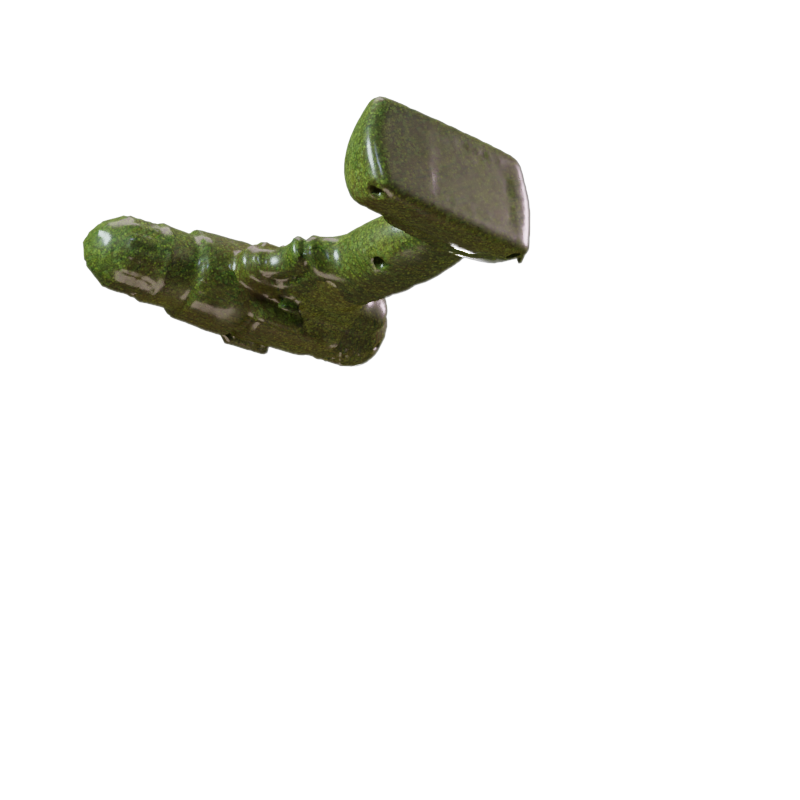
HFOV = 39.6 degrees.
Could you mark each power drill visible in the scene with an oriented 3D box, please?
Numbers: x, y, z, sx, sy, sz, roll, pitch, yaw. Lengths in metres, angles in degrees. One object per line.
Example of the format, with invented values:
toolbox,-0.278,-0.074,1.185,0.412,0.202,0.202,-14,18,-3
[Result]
power drill,-0.044,-0.080,0.562,0.175,0.061,0.188,16,-26,-35
